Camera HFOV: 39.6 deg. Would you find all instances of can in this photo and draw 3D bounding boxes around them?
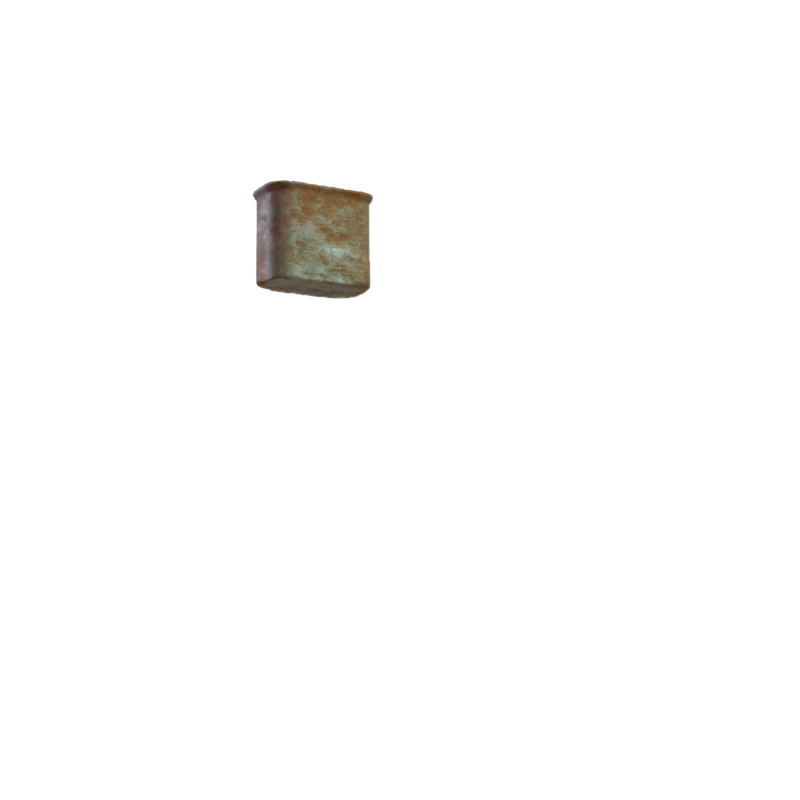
[{"bbox_3d":[-0.074,-0.135,0.943,0.098,0.087,0.058,5,-14,-29],"label":"can"}]
